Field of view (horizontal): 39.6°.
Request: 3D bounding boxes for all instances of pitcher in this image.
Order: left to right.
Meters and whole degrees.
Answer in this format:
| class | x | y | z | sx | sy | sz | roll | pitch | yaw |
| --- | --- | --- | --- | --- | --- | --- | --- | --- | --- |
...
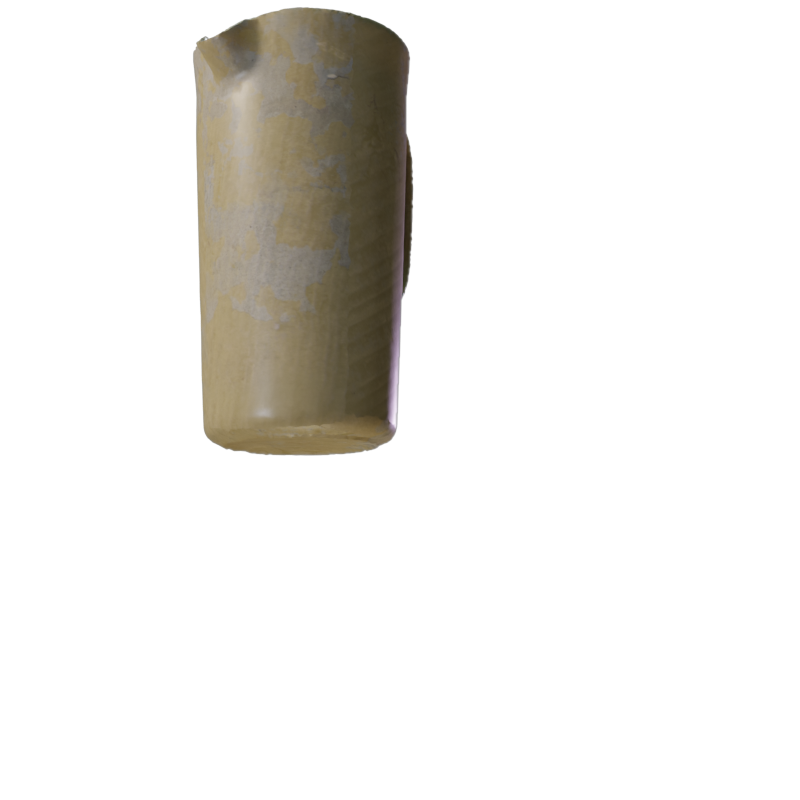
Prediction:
| class | x | y | z | sx | sy | sz | roll | pitch | yaw |
| --- | --- | --- | --- | --- | --- | --- | --- | --- | --- |
| pitcher | -0.051 | -0.094 | 0.656 | 0.147 | 0.252 | 0.141 | 2 | -15 | -9 |
